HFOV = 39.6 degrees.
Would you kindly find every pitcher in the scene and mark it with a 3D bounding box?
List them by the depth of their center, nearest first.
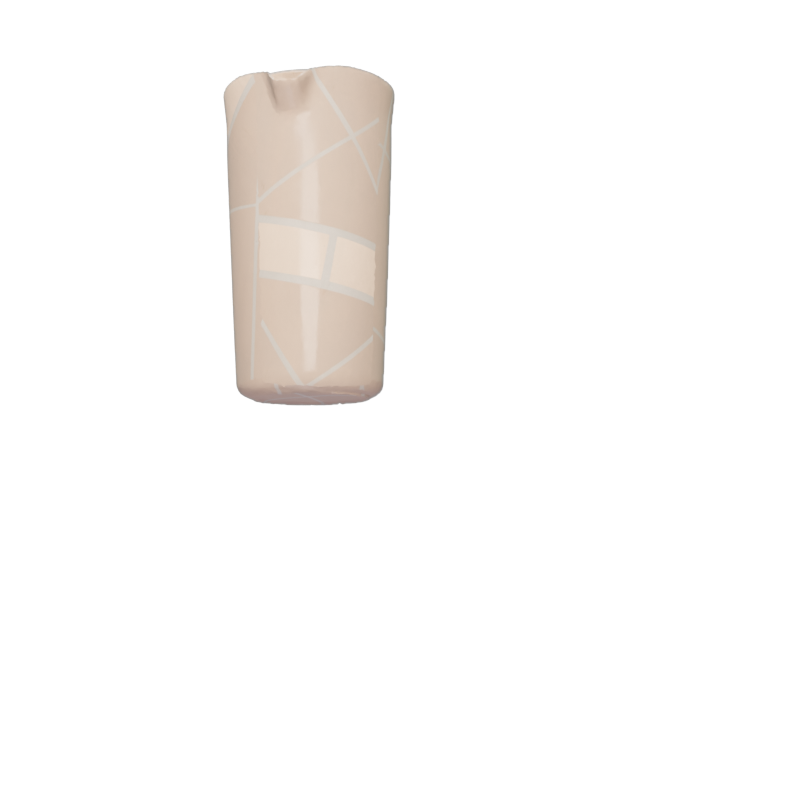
[{"bbox_3d":[-0.066,-0.121,0.848,0.142,0.251,0.147,8,-14,-36],"label":"pitcher"}]
